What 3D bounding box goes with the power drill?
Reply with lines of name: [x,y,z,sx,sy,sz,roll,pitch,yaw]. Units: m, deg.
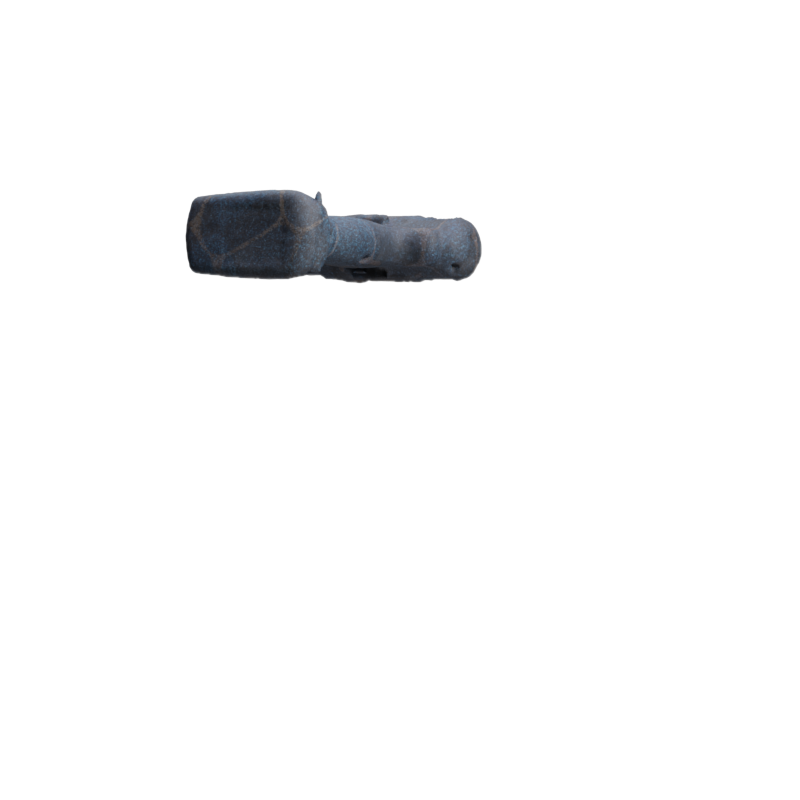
power drill: [-0.062,-0.113,0.790,0.191,0.057,0.181,3,6,36]
